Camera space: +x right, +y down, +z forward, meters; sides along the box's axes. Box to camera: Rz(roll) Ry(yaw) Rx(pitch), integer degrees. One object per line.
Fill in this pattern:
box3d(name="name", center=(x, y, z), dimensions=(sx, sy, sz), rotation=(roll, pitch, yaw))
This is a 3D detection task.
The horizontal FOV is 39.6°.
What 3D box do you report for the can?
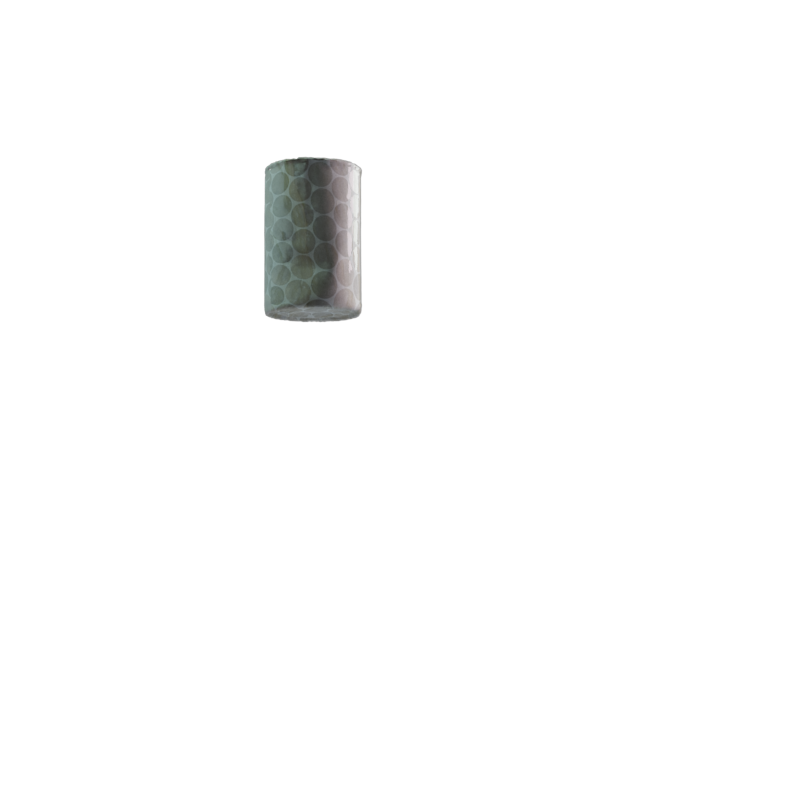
box3d(name="can", center=(-0.059, -0.108, 0.760), dimensions=(0.068, 0.105, 0.067), rotation=(0, -10, -2))
